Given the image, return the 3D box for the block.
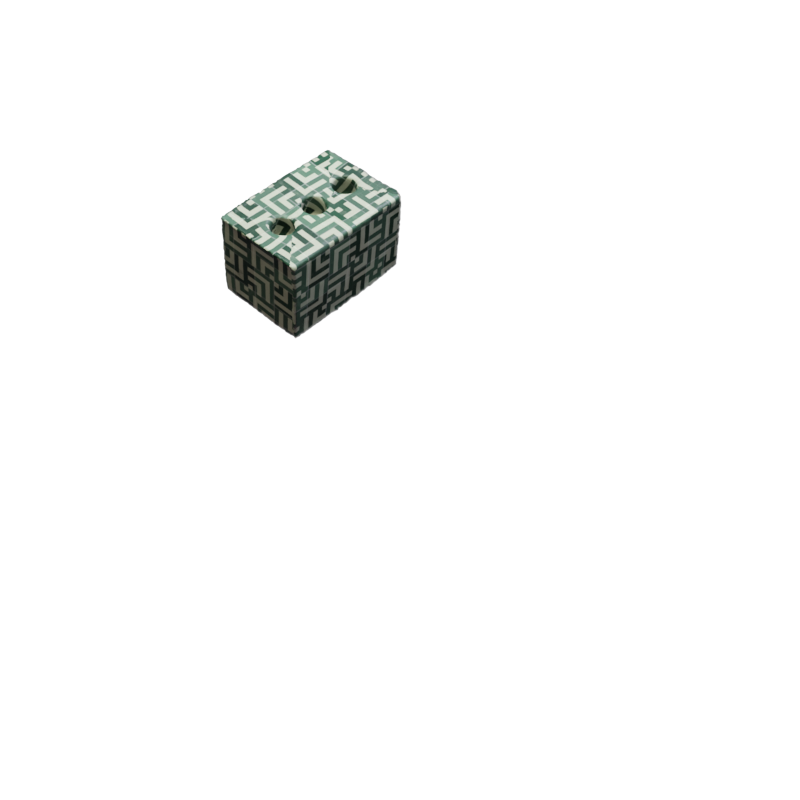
[{"bbox_3d":[-0.044,-0.080,0.562,0.056,0.048,0.079,34,55,26],"label":"block"}]
